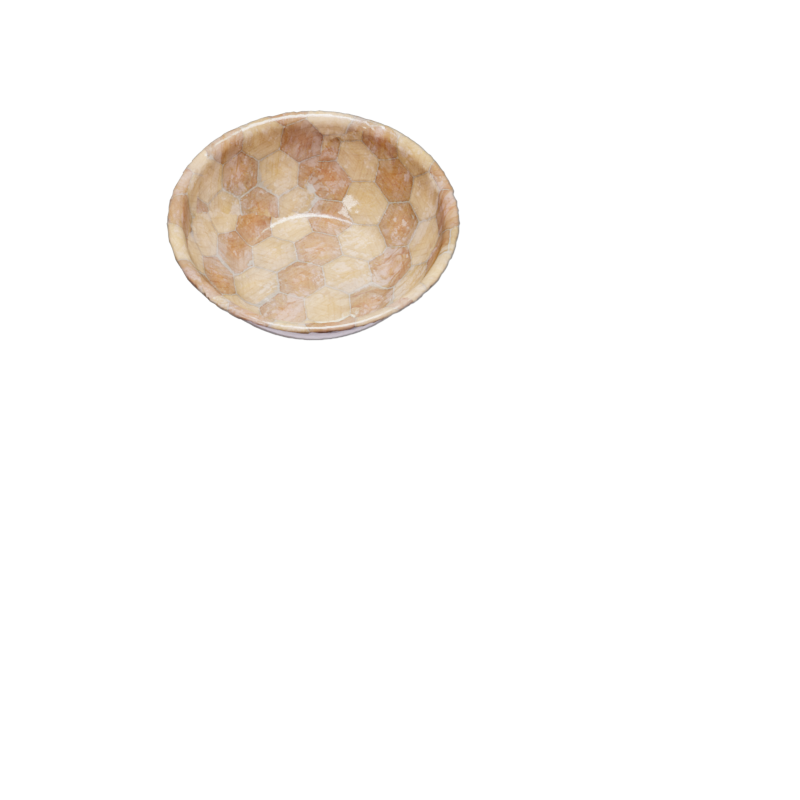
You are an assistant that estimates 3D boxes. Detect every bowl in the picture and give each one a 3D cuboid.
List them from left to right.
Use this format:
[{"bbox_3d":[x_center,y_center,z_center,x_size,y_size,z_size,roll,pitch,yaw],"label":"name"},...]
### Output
[{"bbox_3d":[-0.049,-0.090,0.632,0.162,0.174,0.051,-1,-37,-1],"label":"bowl"}]
